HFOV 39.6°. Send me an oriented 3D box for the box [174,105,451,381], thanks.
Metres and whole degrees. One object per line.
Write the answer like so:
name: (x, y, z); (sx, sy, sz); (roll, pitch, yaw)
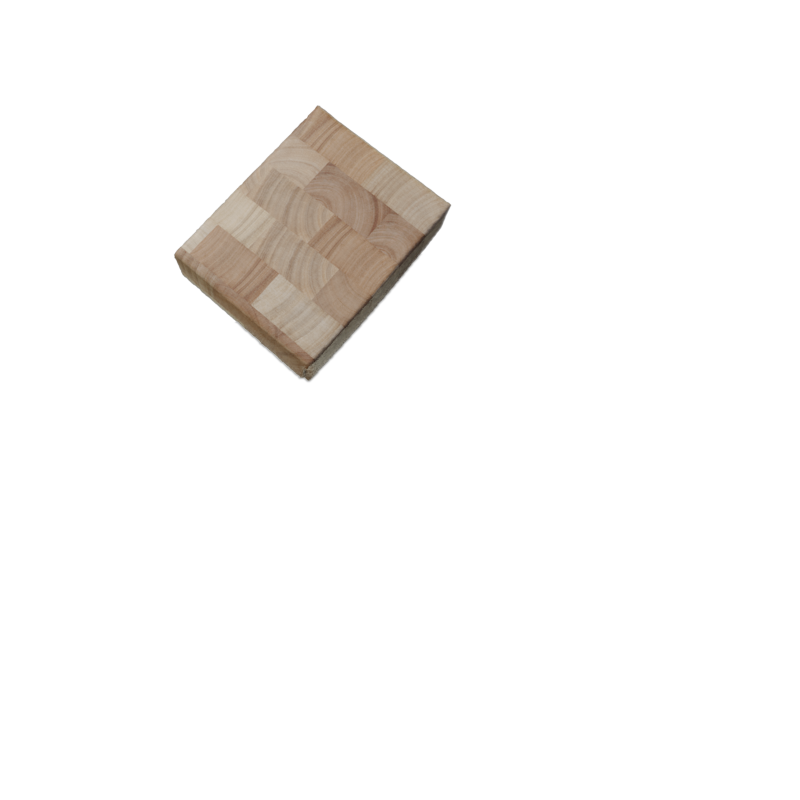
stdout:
box: (-0.044, -0.081, 0.565); (0.093, 0.115, 0.037); (38, -16, 12)
